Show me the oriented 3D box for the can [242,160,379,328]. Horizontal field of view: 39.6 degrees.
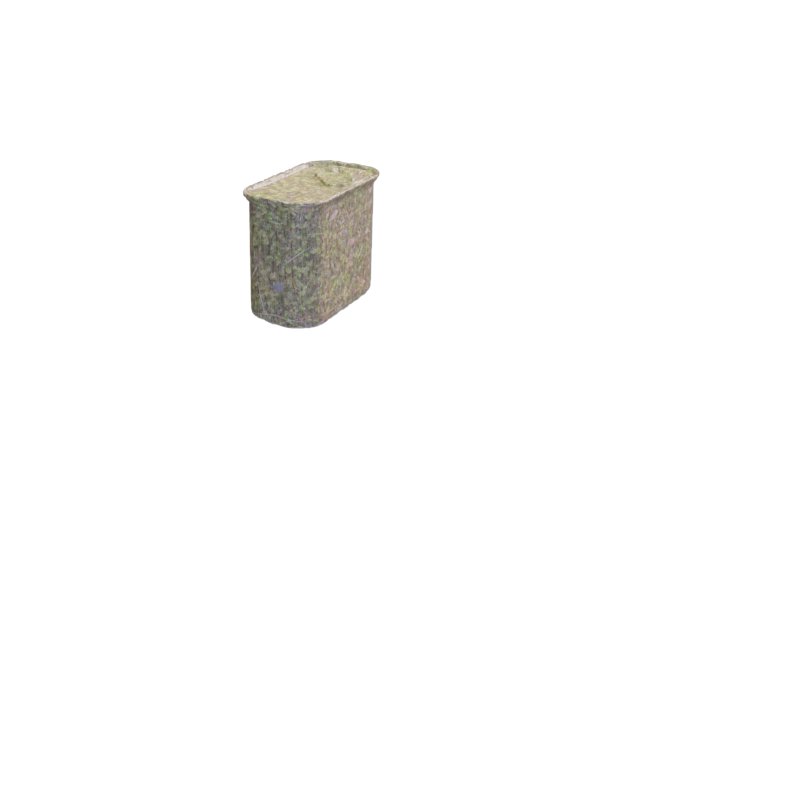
[{"bbox_3d":[-0.056,-0.103,0.721,0.060,0.080,0.103,12,26,24],"label":"can"}]
